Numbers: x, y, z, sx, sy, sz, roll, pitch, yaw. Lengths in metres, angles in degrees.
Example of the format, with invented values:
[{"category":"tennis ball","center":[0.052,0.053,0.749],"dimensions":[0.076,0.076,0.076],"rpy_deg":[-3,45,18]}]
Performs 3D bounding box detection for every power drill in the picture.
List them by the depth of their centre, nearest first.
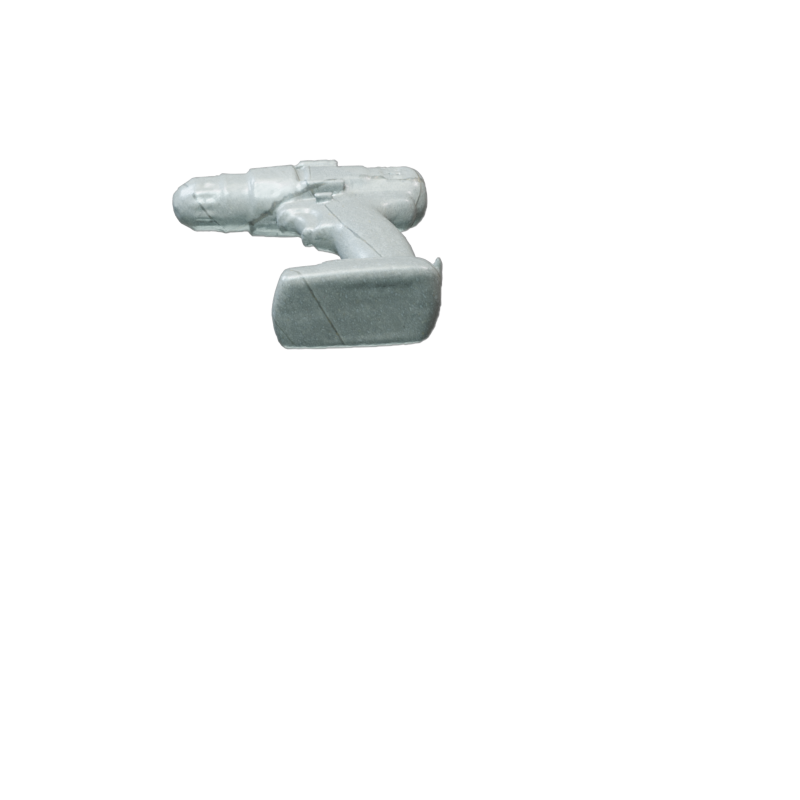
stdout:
[{"category":"power drill","center":[-0.058,-0.106,0.744],"dimensions":[0.183,0.054,0.202],"rpy_deg":[-5,35,-8]}]
